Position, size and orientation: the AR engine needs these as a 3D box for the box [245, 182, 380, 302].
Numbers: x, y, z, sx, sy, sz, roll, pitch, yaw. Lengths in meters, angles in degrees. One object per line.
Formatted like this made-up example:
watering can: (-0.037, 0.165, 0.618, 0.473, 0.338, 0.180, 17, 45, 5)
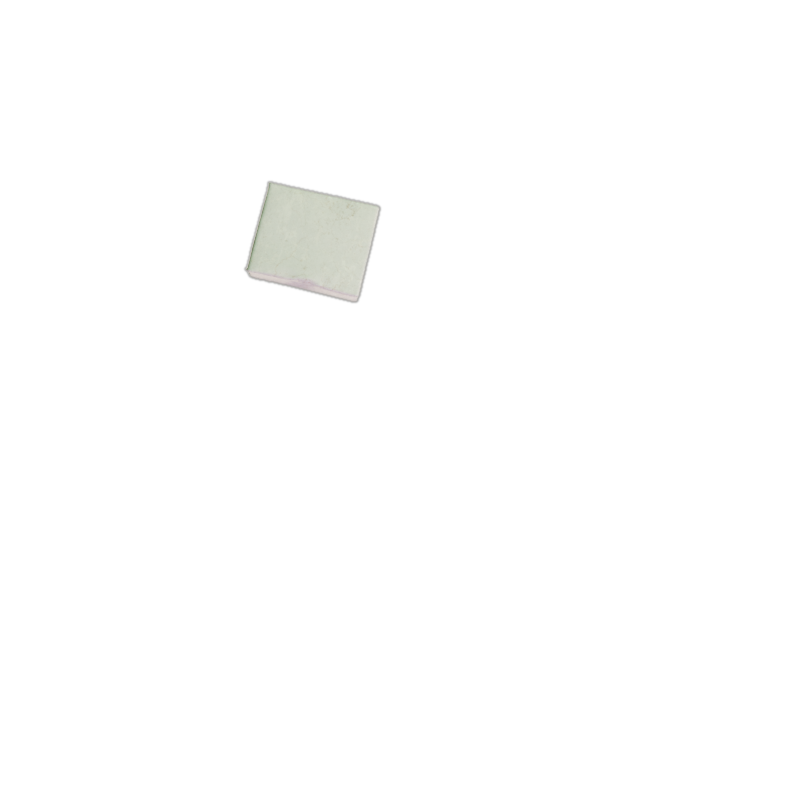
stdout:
box: (-0.067, -0.122, 0.851, 0.090, 0.075, 0.029, 13, -11, 2)
